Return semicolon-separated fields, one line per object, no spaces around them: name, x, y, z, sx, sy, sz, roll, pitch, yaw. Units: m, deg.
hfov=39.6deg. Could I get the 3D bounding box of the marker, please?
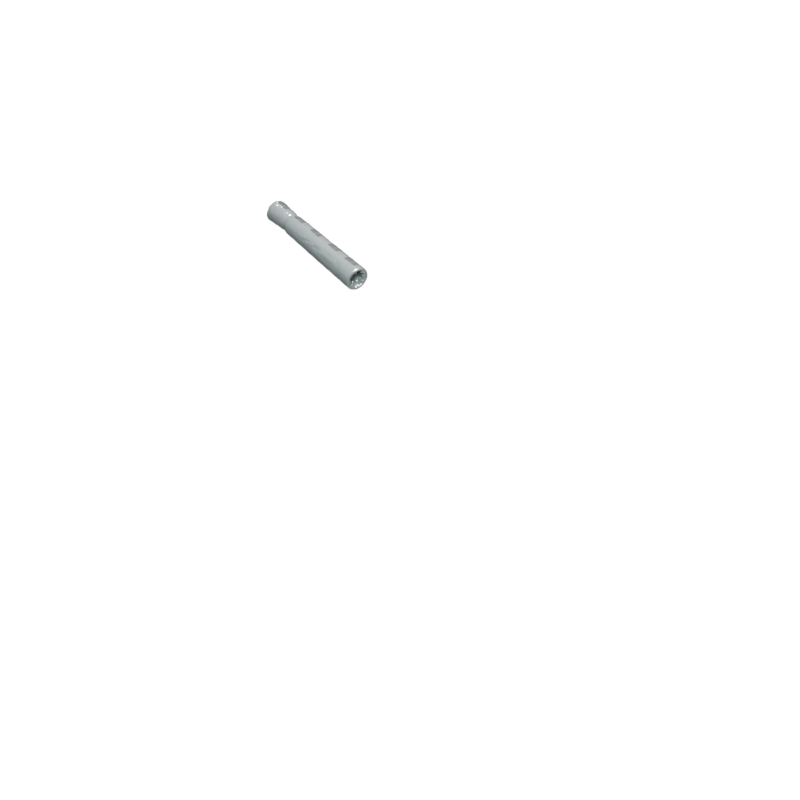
marker;-0.068;-0.124;0.867;0.019;0.019;0.130;-3;33;-39
